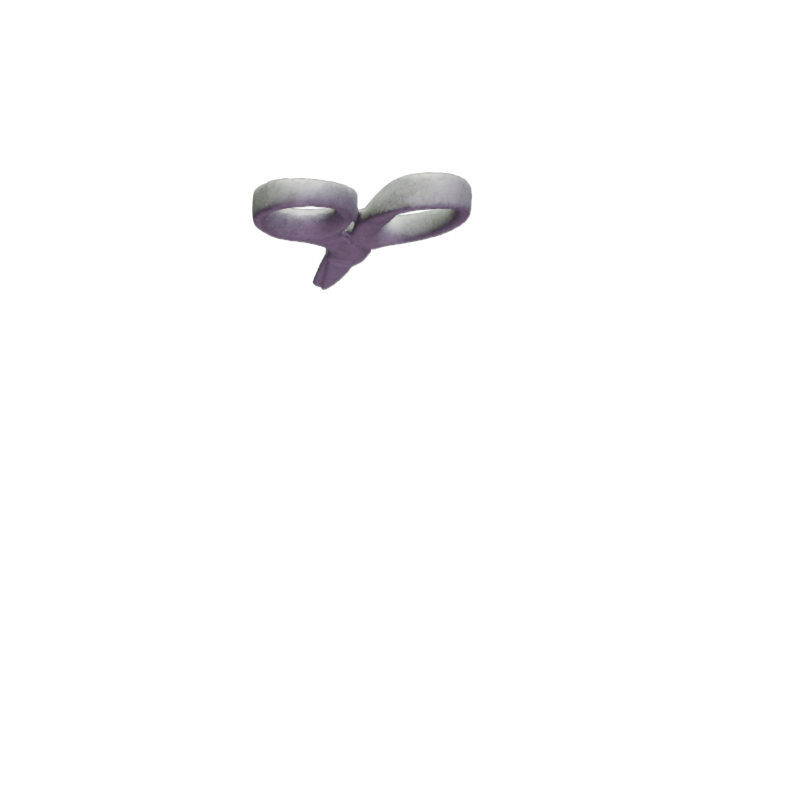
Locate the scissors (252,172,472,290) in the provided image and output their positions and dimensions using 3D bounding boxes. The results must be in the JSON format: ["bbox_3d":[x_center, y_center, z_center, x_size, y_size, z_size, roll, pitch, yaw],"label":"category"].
[{"bbox_3d":[-0.040,-0.072,0.506,0.093,0.016,0.204,3,-6,-26],"label":"scissors"}]
